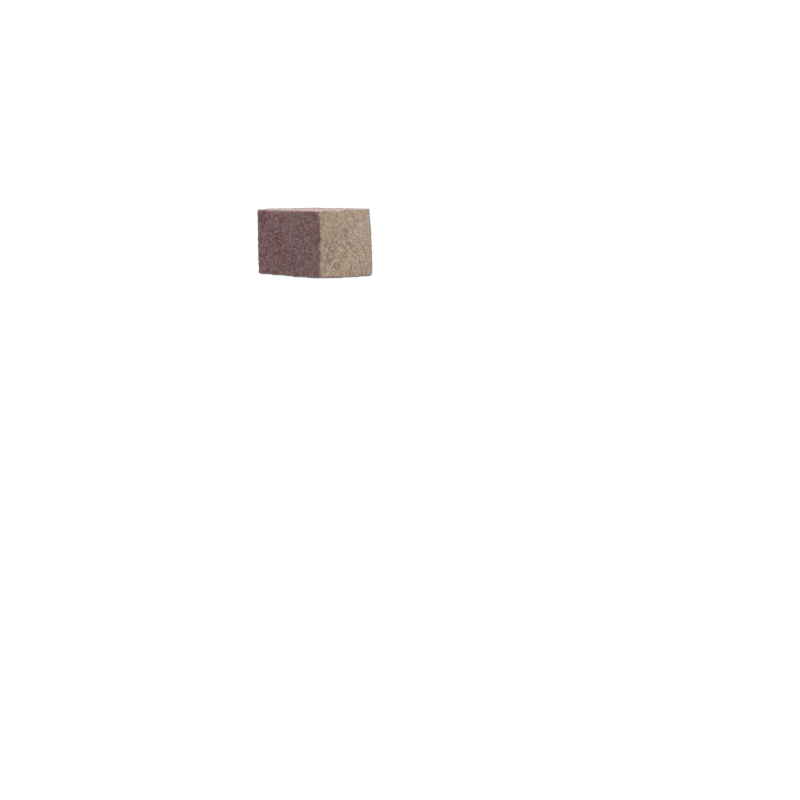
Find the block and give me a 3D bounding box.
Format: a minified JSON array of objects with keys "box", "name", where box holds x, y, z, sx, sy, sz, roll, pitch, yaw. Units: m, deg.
[{"box":[-0.066,-0.121,0.845,0.051,0.051,0.082,-6,10,-42],"name":"block"}]
